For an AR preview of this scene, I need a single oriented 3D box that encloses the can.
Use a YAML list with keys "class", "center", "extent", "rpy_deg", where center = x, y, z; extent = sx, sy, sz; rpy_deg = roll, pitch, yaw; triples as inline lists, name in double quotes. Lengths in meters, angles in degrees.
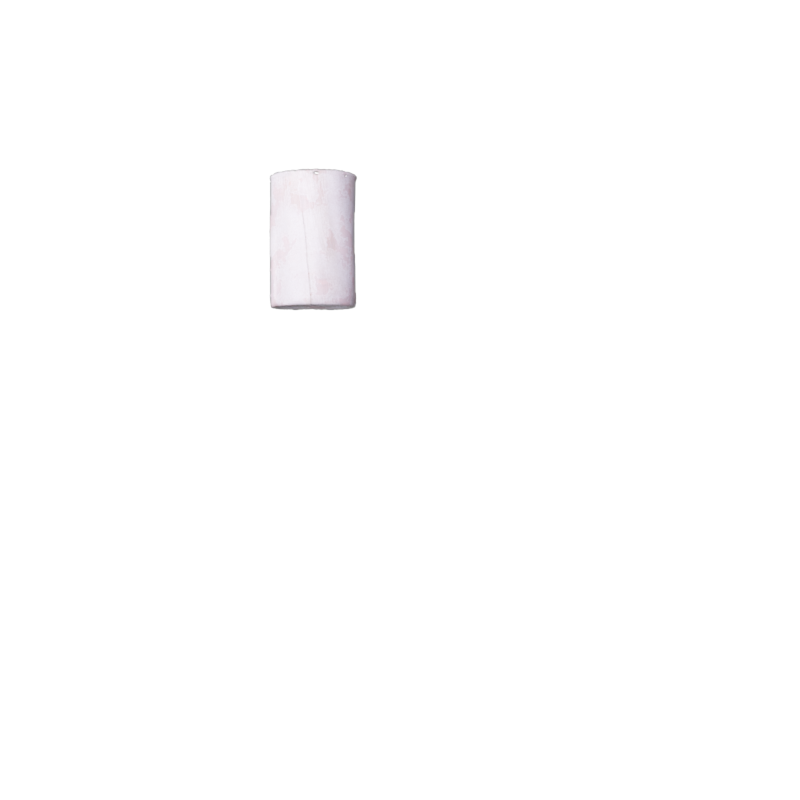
- class: "can"
  center: [-0.067, -0.122, 0.855]
  extent: [0.068, 0.104, 0.068]
  rpy_deg: [0, -5, -2]
